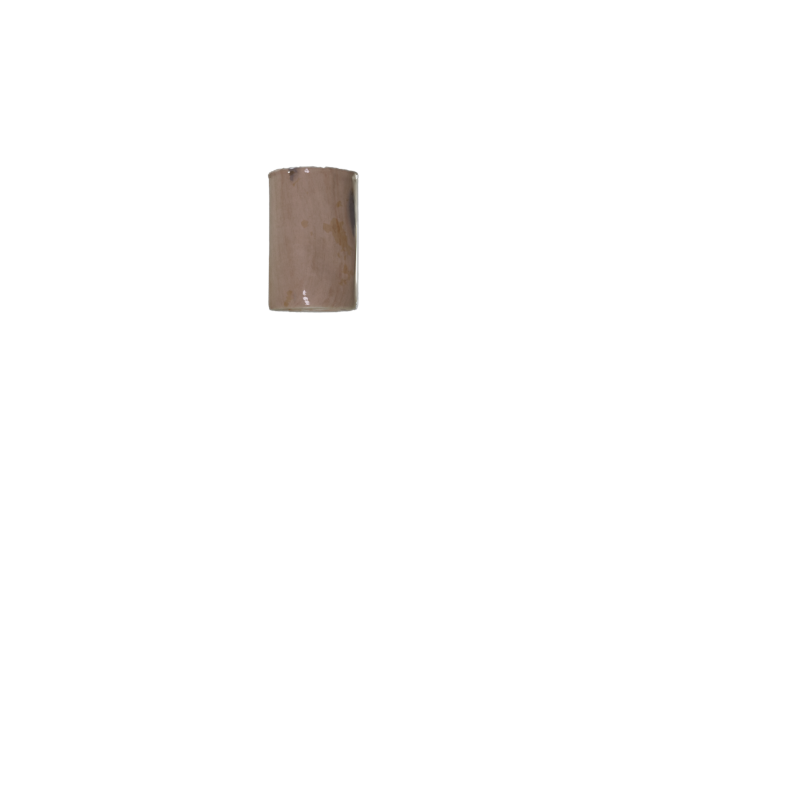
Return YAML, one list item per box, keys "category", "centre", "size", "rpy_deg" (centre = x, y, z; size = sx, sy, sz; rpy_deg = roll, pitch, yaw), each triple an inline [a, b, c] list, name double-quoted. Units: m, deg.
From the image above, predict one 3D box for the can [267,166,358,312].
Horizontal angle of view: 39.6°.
- category: "can"
  centre: [-0.064, -0.117, 0.822]
  size: [0.068, 0.104, 0.068]
  rpy_deg: [0, -4, -2]
